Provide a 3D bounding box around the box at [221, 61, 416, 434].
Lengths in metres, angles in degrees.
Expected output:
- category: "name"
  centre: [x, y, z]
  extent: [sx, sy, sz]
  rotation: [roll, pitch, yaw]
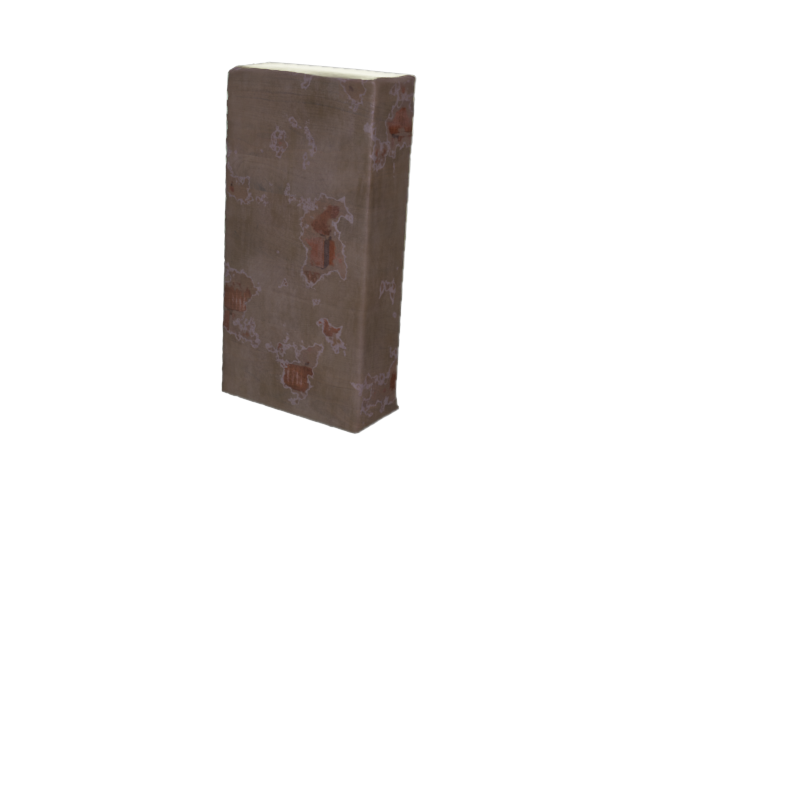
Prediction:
- category: "box"
  centre: [-0.045, -0.081, 0.567]
  extent: [0.098, 0.170, 0.047]
  rotation: [12, 19, 33]
